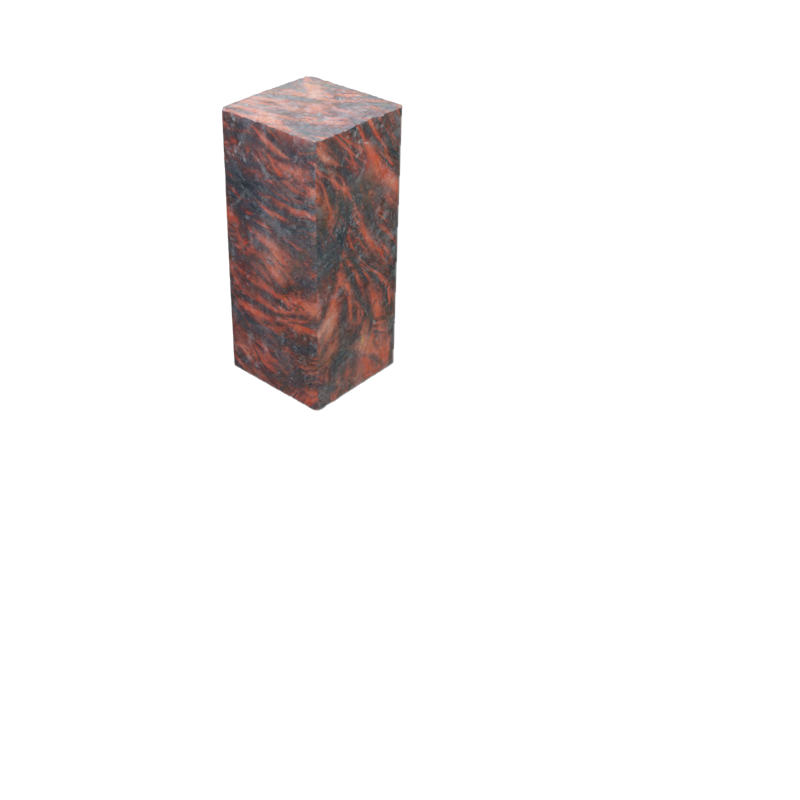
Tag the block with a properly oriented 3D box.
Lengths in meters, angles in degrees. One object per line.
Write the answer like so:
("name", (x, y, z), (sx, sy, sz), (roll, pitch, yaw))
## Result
("block", (-0.062, -0.112, 0.786), (0.096, 0.194, 0.090), (26, 38, 33))
